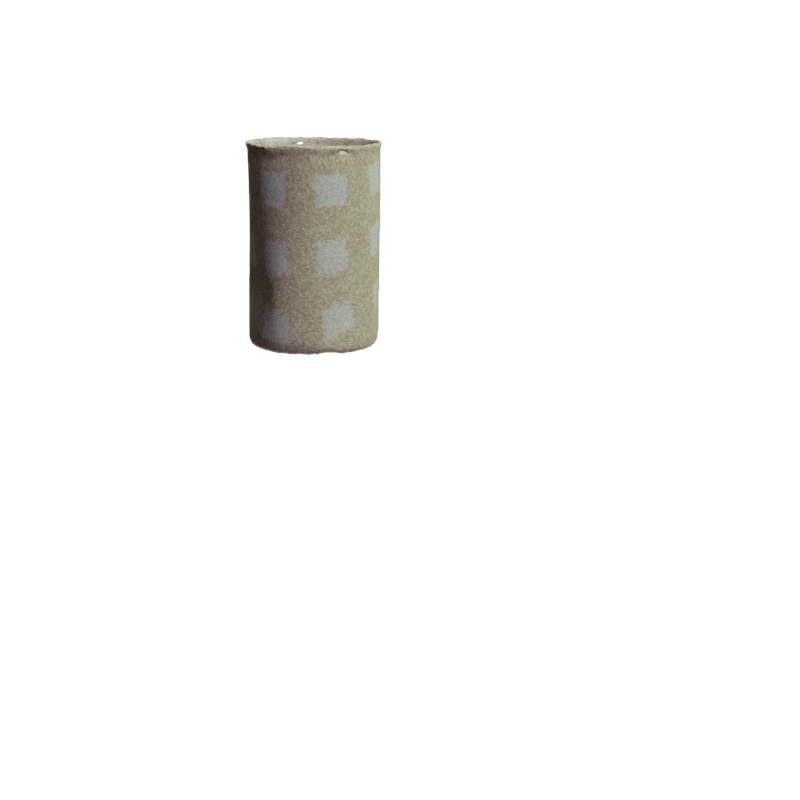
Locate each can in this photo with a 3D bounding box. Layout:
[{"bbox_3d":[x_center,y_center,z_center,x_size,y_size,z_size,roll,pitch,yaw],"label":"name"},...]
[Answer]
[{"bbox_3d":[-0.044,-0.080,0.560,0.068,0.100,0.070,0,11,-2],"label":"can"}]
